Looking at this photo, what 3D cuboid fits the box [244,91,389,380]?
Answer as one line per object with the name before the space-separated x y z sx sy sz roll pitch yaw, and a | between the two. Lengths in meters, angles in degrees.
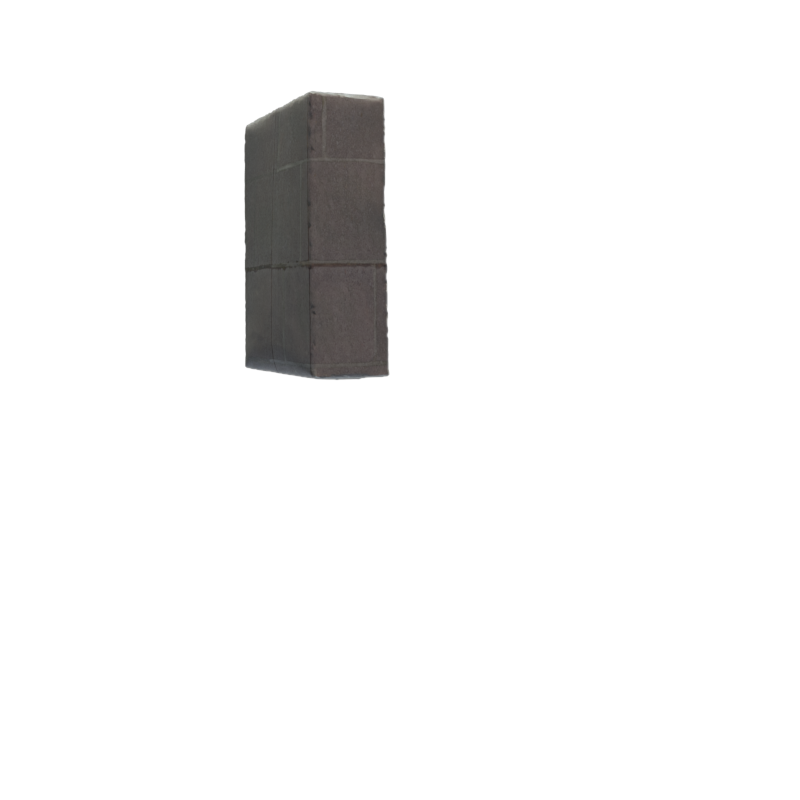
box | -0.070 -0.128 0.897 0.070 0.215 0.168 1 -1 -25
